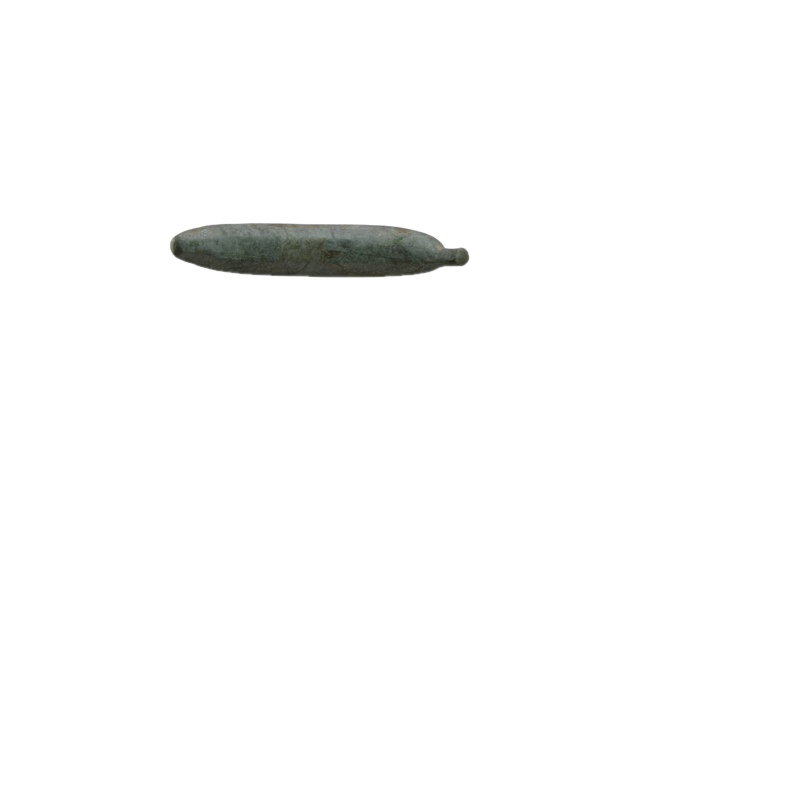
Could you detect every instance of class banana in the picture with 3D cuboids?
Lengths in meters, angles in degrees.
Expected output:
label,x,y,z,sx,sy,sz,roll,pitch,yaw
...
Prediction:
label,x,y,z,sx,sy,sz,roll,pitch,yaw
banana,-0.056,-0.105,0.762,0.197,0.038,0.068,0,-5,-2
